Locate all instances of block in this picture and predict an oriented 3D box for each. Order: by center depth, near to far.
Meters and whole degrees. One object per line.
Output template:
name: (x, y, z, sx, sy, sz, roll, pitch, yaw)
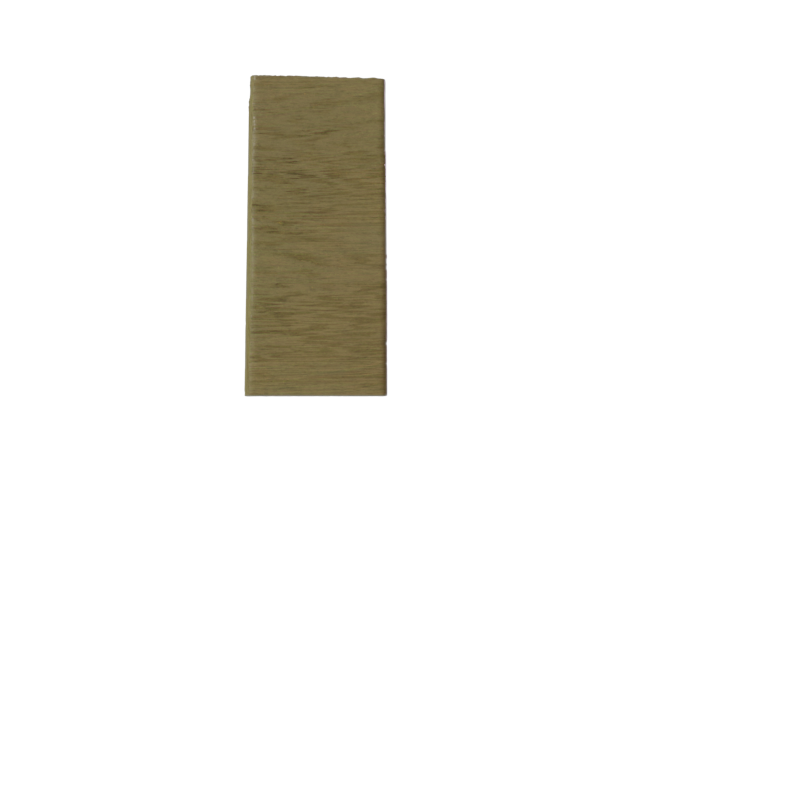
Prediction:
block: (-0.058, -0.107, 0.747, 0.090, 0.210, 0.089, 0, -7, -7)
